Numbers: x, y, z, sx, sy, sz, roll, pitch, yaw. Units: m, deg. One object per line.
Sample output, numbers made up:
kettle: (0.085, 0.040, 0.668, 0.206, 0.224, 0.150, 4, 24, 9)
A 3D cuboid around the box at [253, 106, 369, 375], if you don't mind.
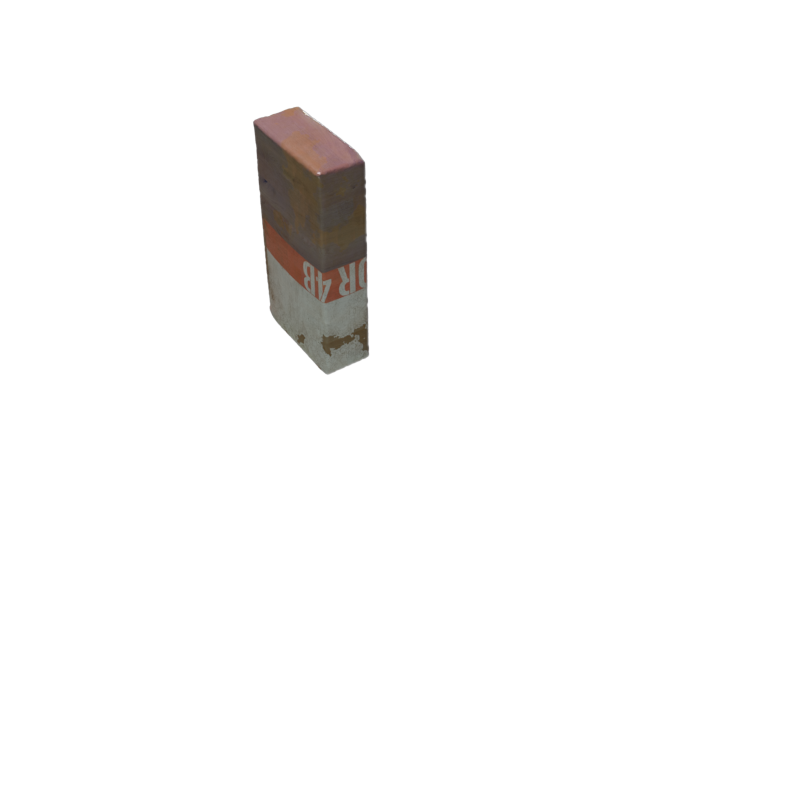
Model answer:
box: (-0.063, -0.116, 0.811, 0.047, 0.165, 0.101, -19, 43, -26)
